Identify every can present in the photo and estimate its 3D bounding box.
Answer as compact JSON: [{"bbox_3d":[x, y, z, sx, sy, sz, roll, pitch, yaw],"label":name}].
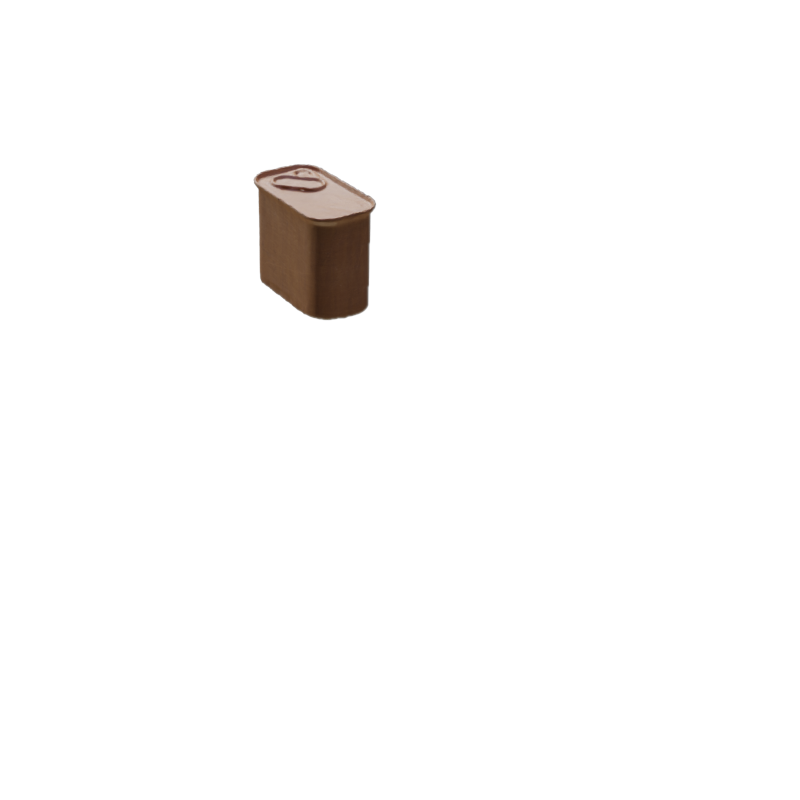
[{"bbox_3d":[-0.064,-0.117,0.816,0.057,0.079,0.110,-17,35,-30],"label":"can"}]
